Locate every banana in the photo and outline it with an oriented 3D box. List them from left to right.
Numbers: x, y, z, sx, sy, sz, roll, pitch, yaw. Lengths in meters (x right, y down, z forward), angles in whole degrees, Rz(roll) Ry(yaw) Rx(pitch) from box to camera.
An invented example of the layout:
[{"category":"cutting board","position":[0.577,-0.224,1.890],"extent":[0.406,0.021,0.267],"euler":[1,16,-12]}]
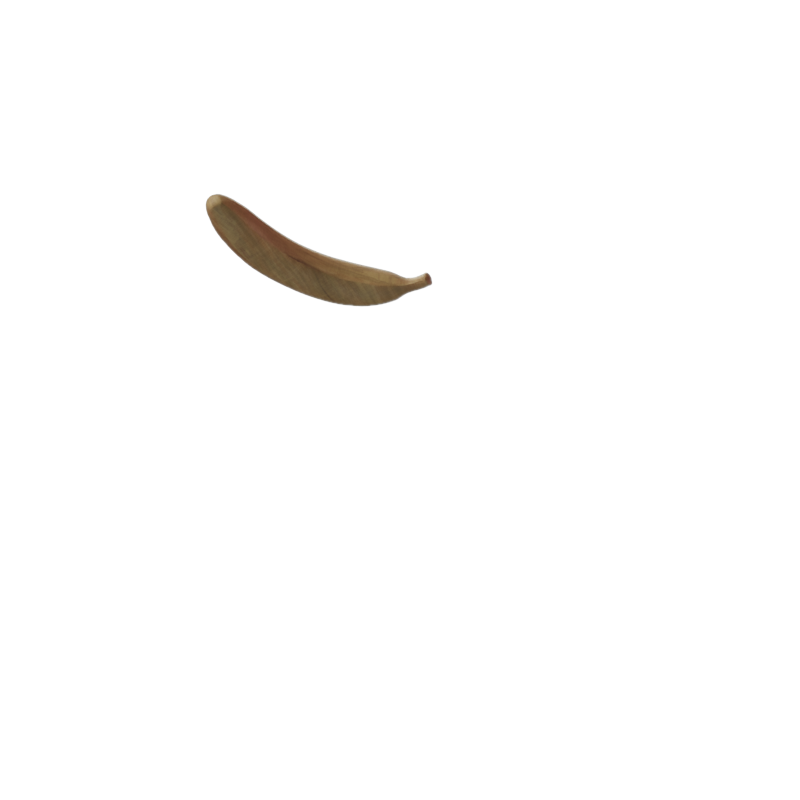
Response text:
[{"category":"banana","position":[-0.076,-0.116,0.910],"extent":[0.191,0.039,0.067],"euler":[17,-46,-18]}]
